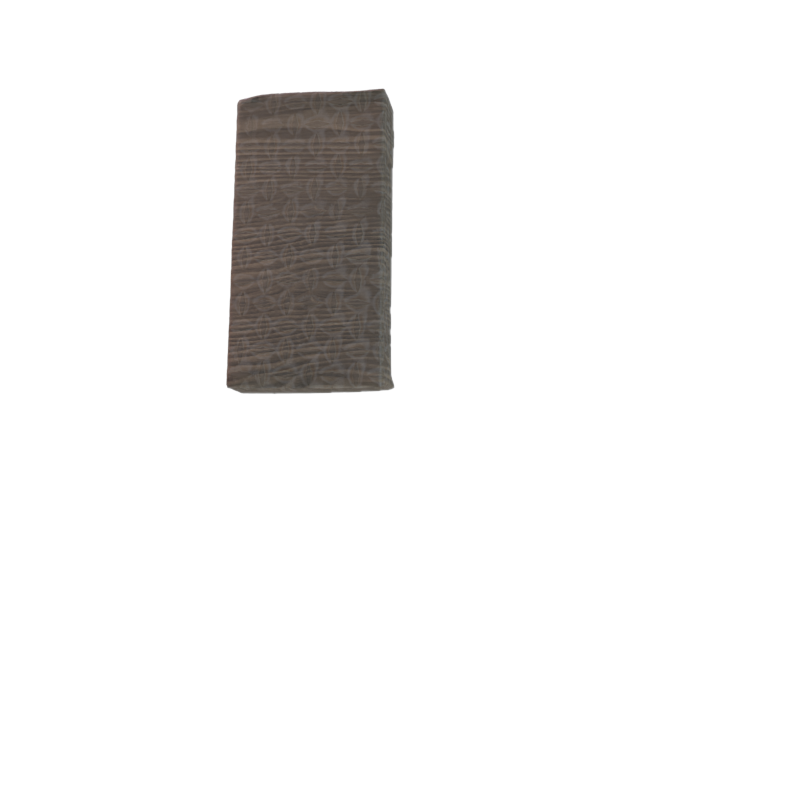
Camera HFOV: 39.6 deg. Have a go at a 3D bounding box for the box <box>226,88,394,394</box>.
[{"bbox_3d":[-0.051,-0.093,0.654,0.094,0.181,0.046,-2,-10,10],"label":"box"}]
